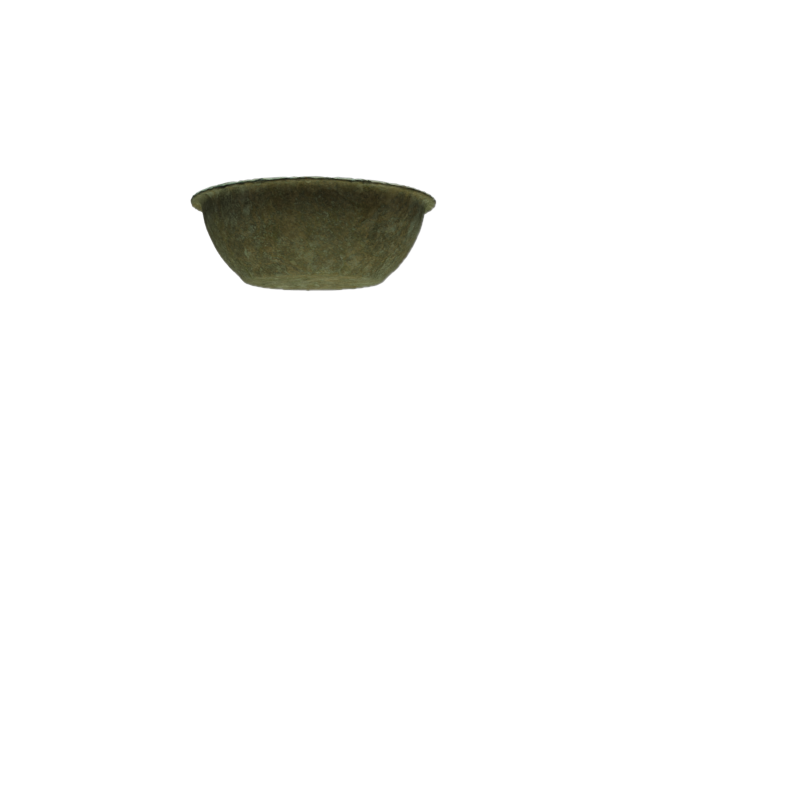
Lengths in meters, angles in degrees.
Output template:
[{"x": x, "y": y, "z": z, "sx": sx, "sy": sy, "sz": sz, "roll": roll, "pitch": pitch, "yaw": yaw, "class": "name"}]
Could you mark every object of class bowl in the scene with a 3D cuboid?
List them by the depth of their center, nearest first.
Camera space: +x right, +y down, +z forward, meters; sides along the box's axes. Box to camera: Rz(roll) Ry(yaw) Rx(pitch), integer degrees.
[{"x": -0.057, "y": -0.104, "z": 0.726, "sx": 0.162, "sy": 0.056, "sz": 0.160, "roll": 0, "pitch": -2, "yaw": -2, "class": "bowl"}]
